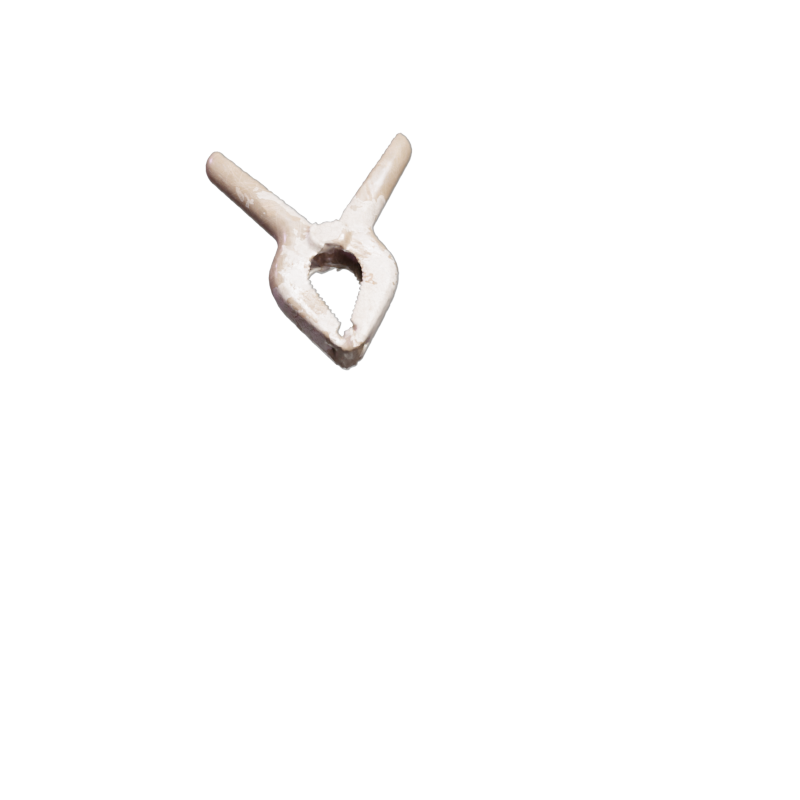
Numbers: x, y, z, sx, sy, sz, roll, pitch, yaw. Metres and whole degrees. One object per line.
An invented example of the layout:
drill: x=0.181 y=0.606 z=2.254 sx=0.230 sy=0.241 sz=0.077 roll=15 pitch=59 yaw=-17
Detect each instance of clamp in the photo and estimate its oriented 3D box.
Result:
clamp: x=-0.065 y=-0.119 z=0.832 sx=0.164 sy=0.225 sz=0.034 roll=-3 pitch=-35 yaw=-2
